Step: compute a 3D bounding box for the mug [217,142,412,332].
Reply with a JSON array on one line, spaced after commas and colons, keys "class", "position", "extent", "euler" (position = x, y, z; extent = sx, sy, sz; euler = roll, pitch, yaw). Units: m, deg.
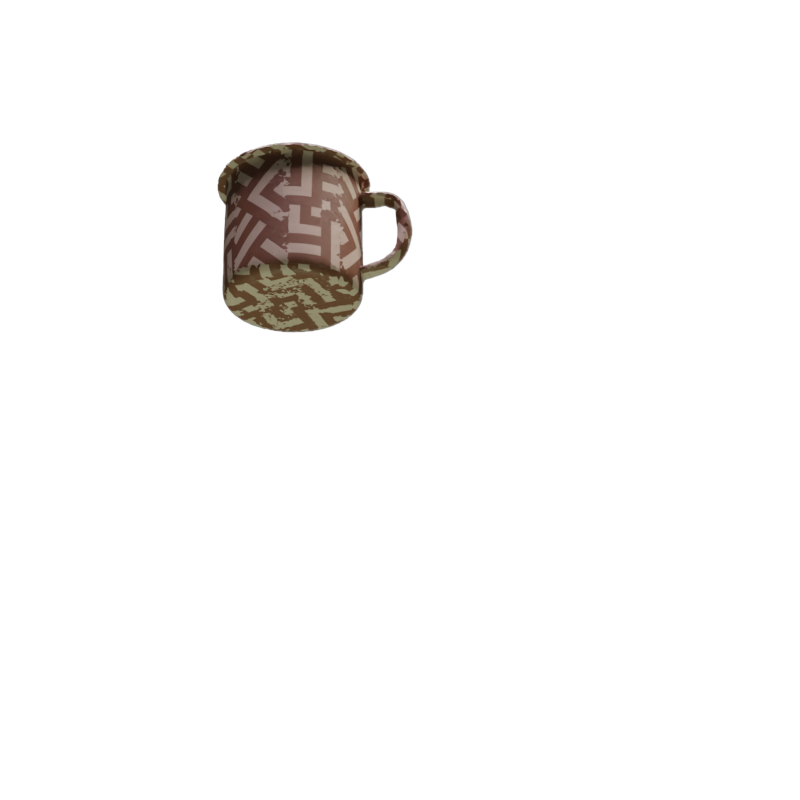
[{"class": "mug", "position": [-0.051, -0.093, 0.653], "extent": [0.118, 0.087, 0.087], "euler": [-4, -27, 7]}]
